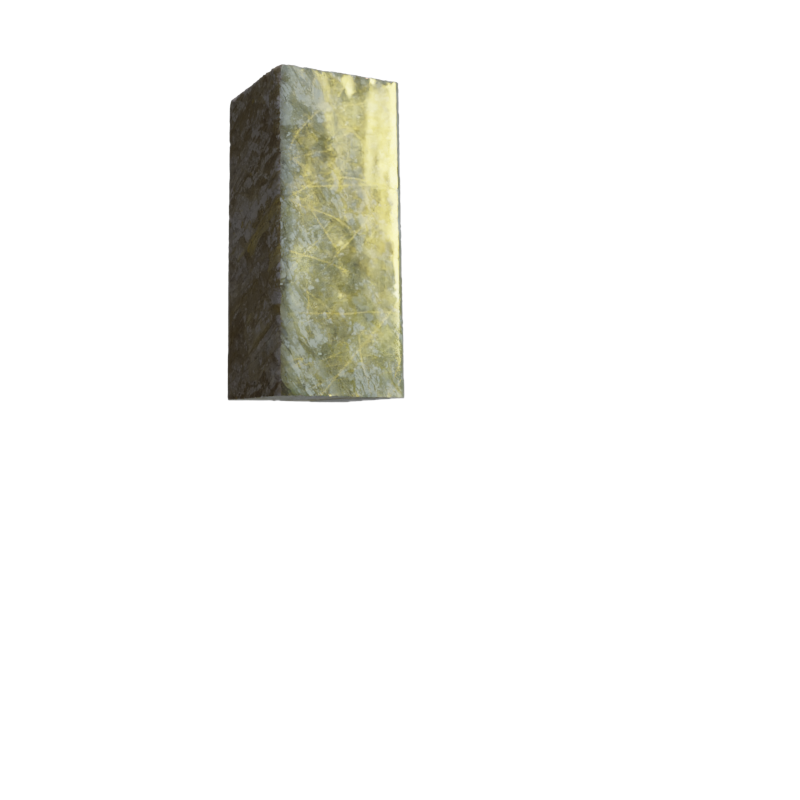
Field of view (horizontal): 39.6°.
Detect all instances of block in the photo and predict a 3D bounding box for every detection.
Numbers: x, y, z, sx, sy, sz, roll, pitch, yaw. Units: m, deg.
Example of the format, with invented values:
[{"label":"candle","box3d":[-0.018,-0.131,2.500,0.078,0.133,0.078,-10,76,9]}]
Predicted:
[{"label":"block","box3d":[-0.058,-0.104,0.731,0.087,0.211,0.092,4,-10,-27]}]
